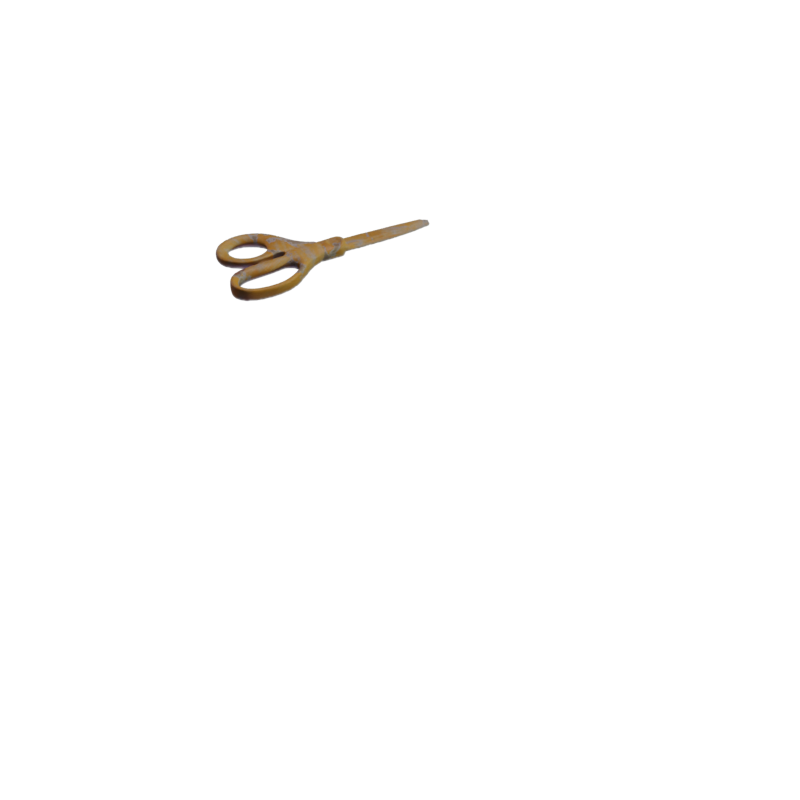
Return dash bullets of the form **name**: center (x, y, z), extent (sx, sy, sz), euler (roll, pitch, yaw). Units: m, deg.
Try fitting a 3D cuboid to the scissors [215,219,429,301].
- **scissors**: center (-0.077, -0.141, 0.988), extent (0.202, 0.015, 0.103), euler (-31, 48, -33)
